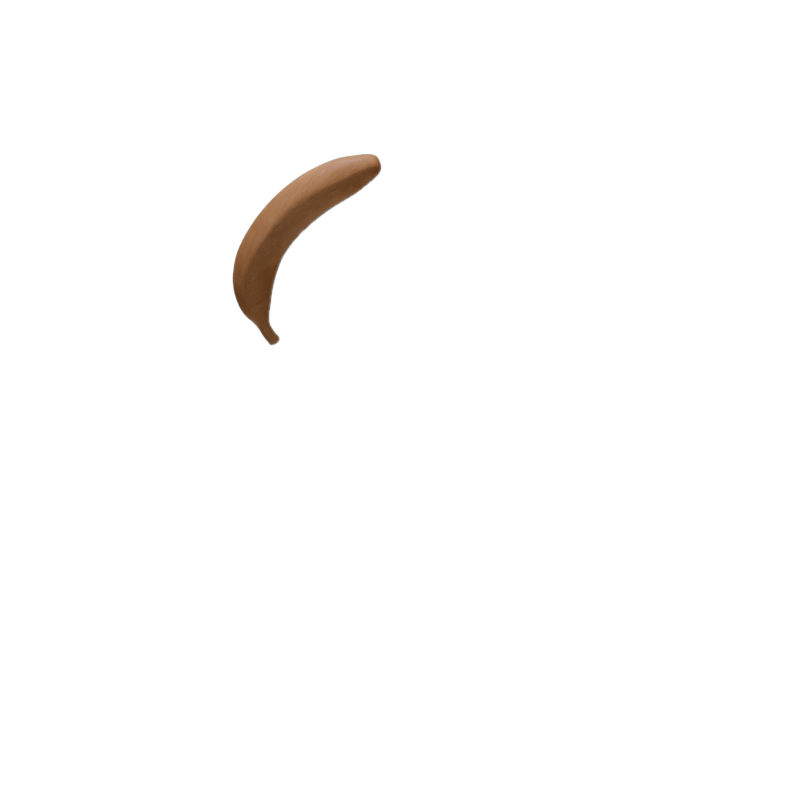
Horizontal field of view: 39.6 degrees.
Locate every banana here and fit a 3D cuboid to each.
[{"bbox_3d":[-0.090,-0.136,0.922,0.067,0.191,0.039,25,30,-17],"label":"banana"}]
